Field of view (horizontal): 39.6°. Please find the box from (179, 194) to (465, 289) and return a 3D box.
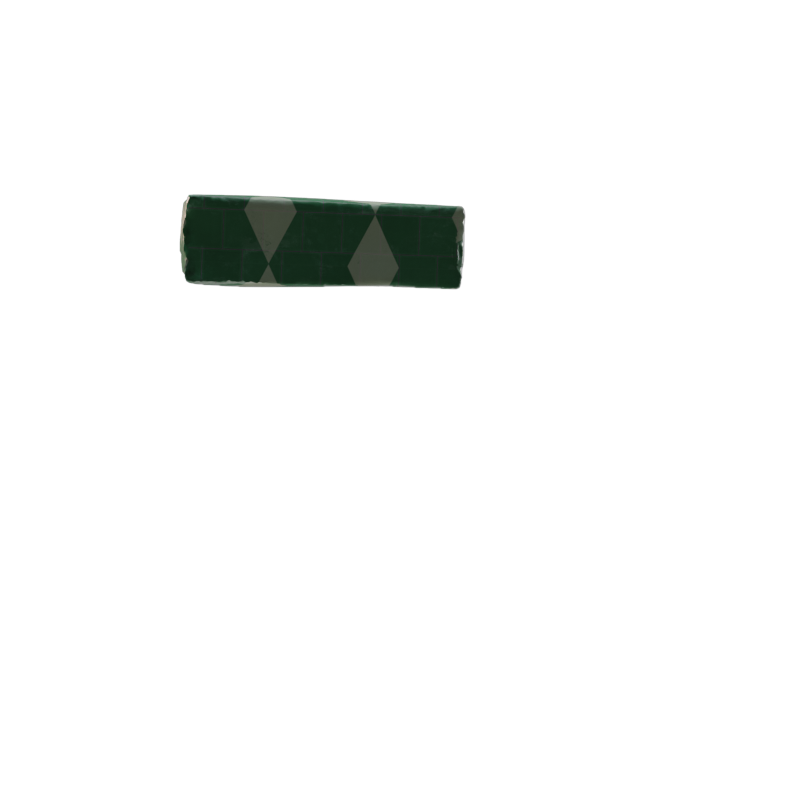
[{"bbox_3d":[-0.037,-0.068,0.476,0.112,0.039,0.092,-1,7,-10],"label":"box"}]
